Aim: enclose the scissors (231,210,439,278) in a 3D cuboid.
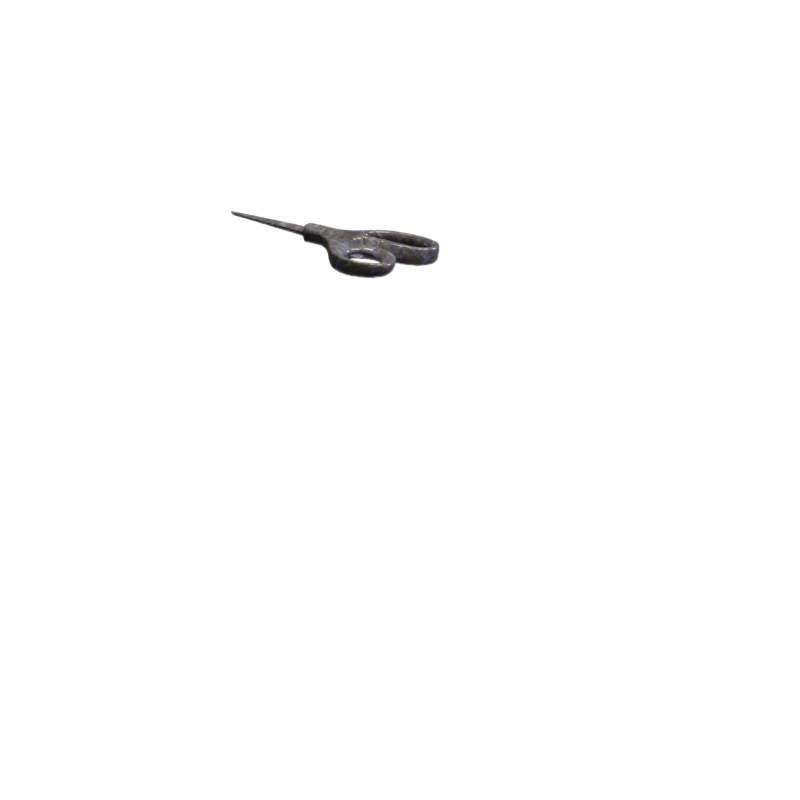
[{"bbox_3d":[-0.070,-0.127,0.893,0.209,0.015,0.097,11,26,22],"label":"scissors"}]
